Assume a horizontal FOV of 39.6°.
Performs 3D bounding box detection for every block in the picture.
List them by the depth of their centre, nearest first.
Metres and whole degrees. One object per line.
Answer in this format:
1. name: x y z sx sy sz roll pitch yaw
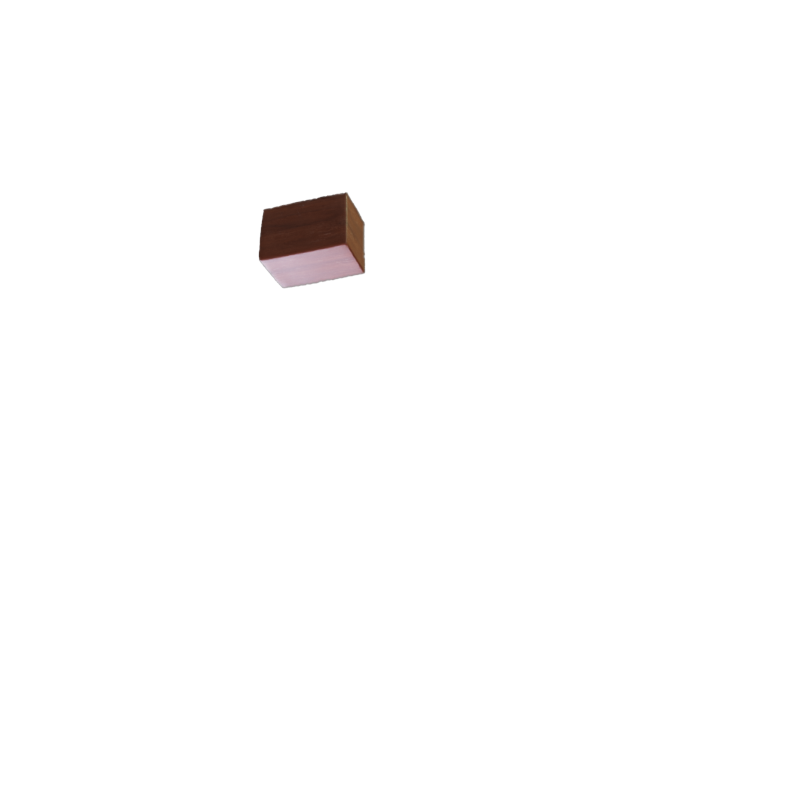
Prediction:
1. block: -0.073 -0.133 0.932 0.079 0.054 0.049 -9 -30 15
